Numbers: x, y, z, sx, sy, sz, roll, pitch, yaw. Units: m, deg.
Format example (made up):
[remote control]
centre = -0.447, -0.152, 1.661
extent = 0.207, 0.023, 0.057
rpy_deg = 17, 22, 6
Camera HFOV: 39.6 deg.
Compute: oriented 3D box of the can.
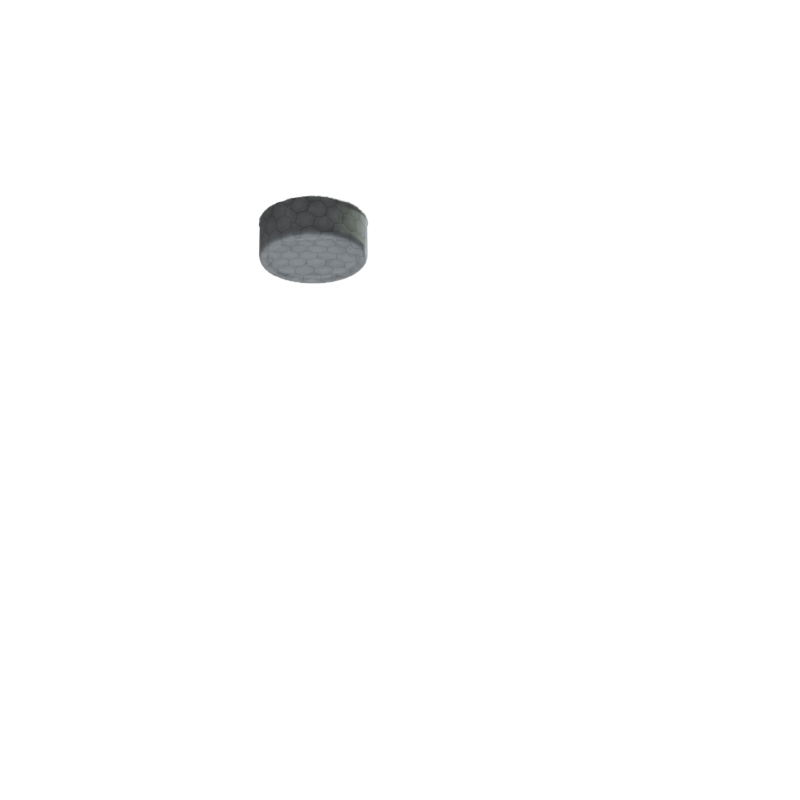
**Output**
[can]
centre = -0.068, -0.123, 0.863
extent = 0.086, 0.035, 0.081
rpy_deg = 1, -23, -2
